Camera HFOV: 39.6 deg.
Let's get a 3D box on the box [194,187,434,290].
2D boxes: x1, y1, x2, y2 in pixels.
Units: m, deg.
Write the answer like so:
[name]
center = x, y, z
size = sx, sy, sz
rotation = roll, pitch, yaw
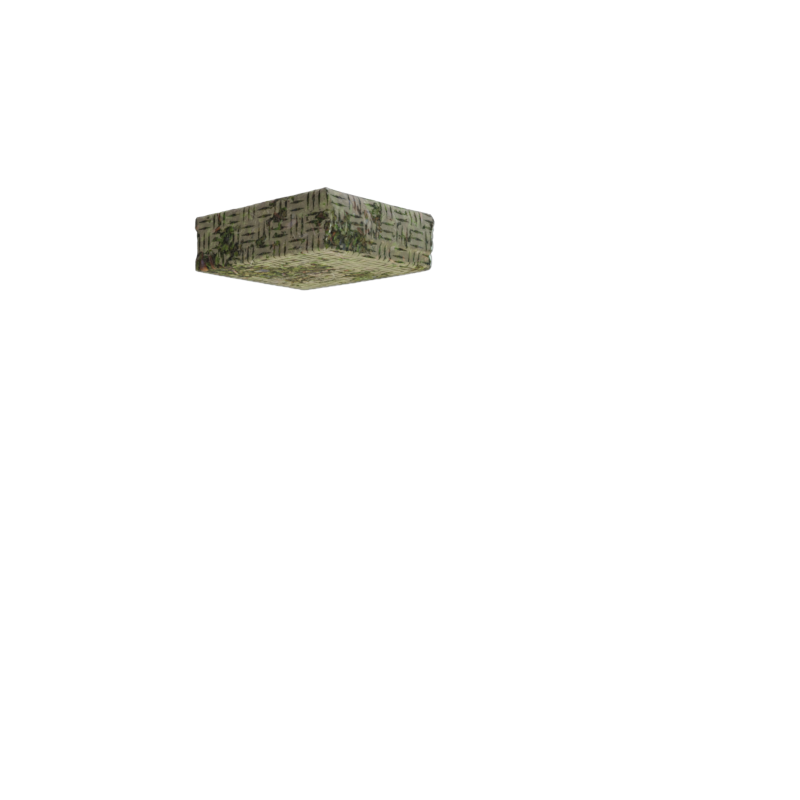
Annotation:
[box]
center = -0.040, -0.074, 0.518
size = 0.092, 0.031, 0.070
rotation = -4, -7, 43
